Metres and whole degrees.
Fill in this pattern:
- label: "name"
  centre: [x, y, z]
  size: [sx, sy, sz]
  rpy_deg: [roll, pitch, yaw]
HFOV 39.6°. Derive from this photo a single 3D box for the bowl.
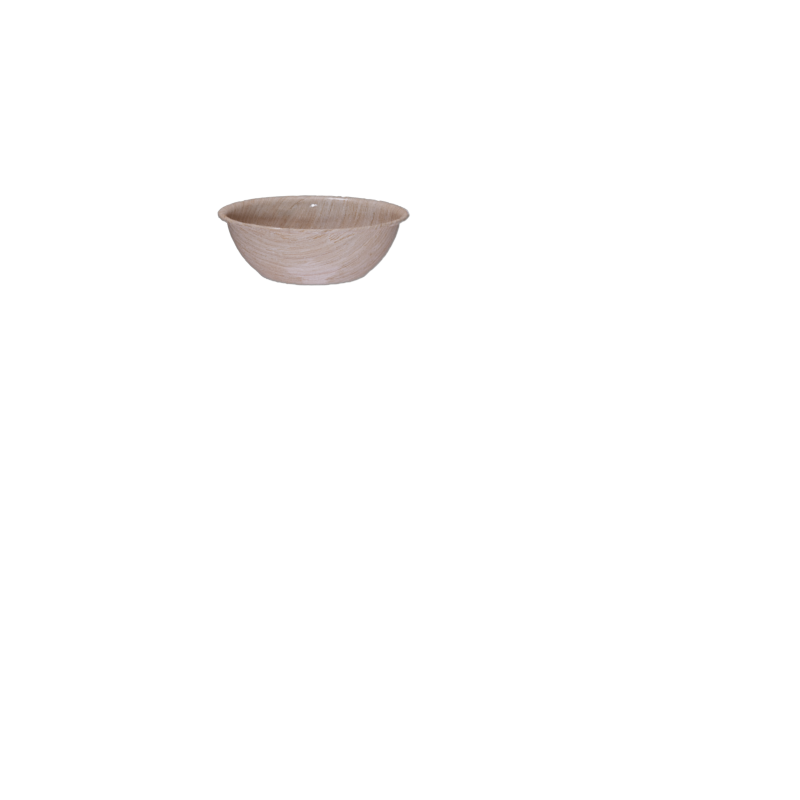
- label: "bowl"
  centre: [-0.073, -0.134, 0.937]
  size: [0.162, 0.053, 0.168]
  rpy_deg: [-1, 18, -2]
